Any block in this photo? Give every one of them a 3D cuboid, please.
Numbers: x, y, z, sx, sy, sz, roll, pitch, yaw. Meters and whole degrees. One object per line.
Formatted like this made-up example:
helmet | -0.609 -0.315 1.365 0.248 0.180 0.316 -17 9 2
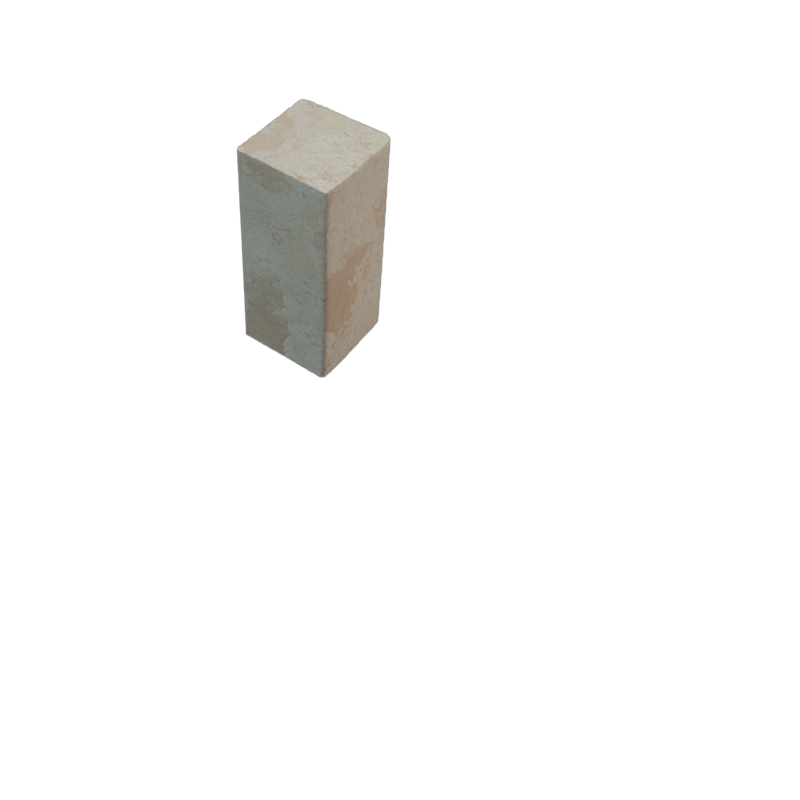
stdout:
block | -0.072 -0.132 0.924 0.095 0.192 0.092 28 51 22
